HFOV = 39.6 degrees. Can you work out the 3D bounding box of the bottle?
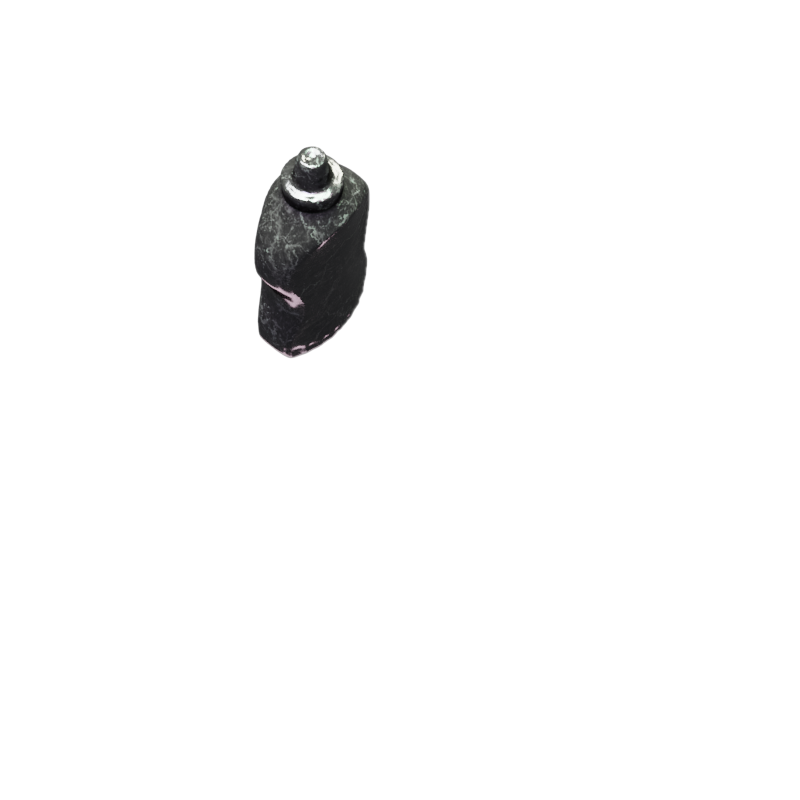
[{"bbox_3d":[-0.060,-0.110,0.765,0.061,0.098,0.180,37,-24,14],"label":"bottle"}]
